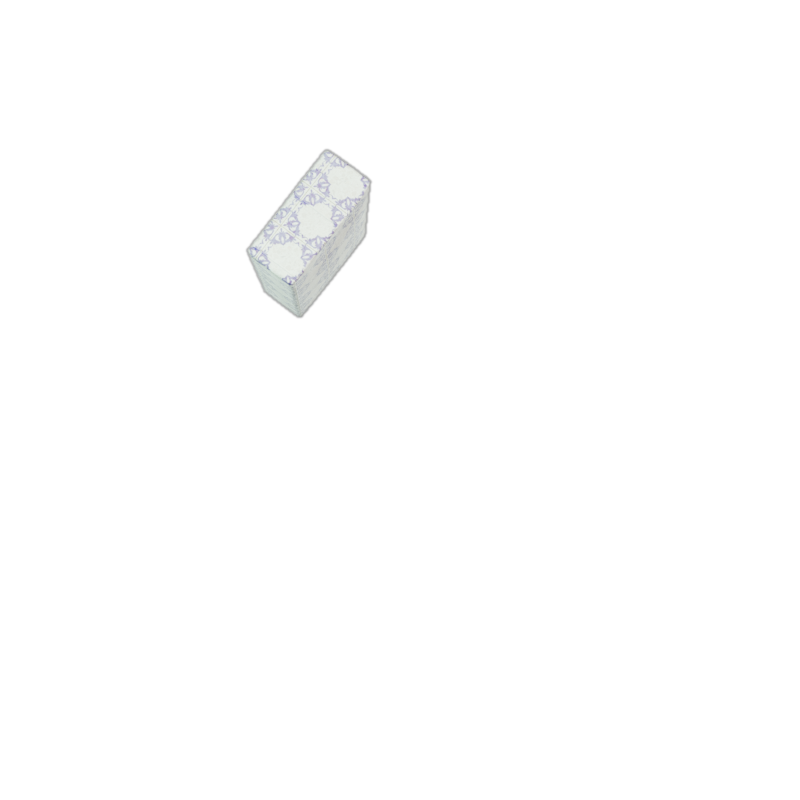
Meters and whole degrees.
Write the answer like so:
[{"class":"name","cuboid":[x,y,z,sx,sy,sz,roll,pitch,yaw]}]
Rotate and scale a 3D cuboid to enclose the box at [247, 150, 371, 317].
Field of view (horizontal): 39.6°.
[{"class":"box","cuboid":[-0.065,-0.118,0.832,0.048,0.094,0.174,37,-4,-2]}]
